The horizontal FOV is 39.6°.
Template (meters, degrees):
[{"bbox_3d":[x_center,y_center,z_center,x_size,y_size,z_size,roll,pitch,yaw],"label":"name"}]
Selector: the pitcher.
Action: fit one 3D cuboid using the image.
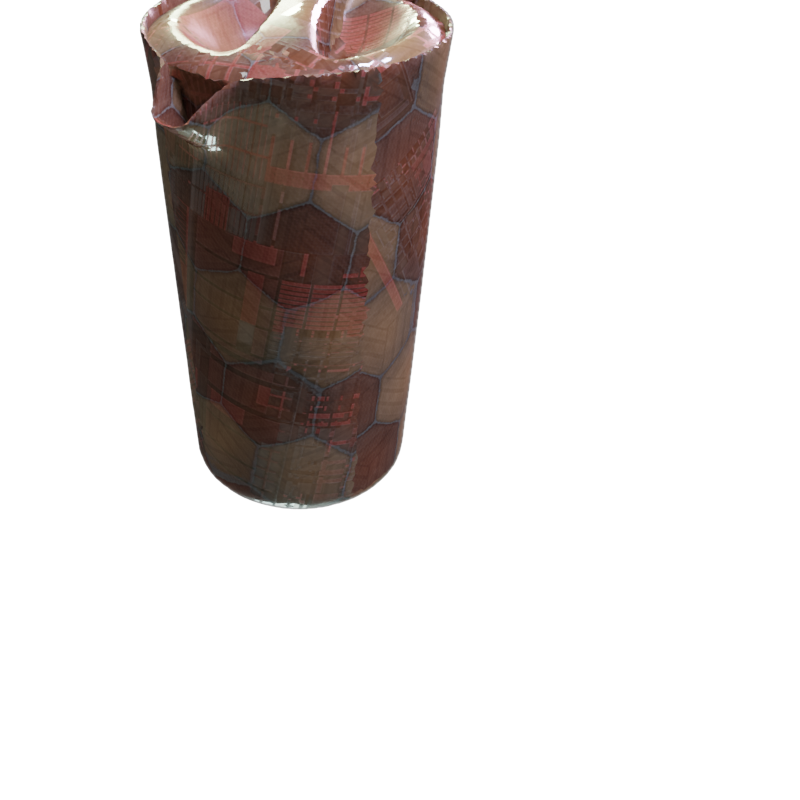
[{"bbox_3d":[-0.042,-0.077,0.537,0.147,0.228,0.156,-5,34,-11],"label":"pitcher"}]
